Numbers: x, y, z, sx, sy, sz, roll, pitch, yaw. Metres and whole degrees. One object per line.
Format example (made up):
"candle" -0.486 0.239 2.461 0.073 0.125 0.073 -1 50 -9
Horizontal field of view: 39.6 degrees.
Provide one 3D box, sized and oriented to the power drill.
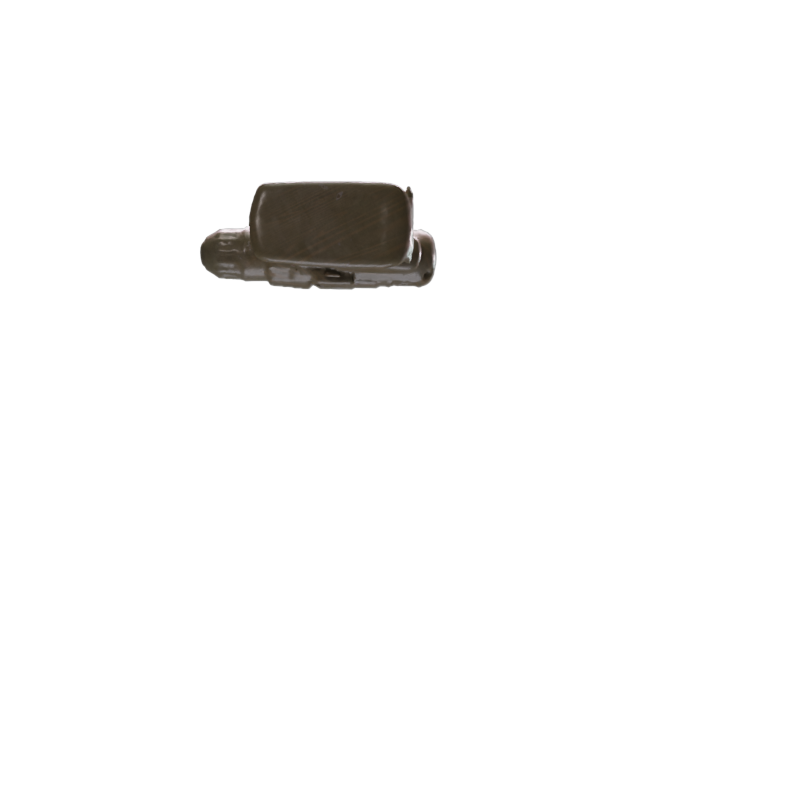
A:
"power drill" -0.063 -0.114 0.799 0.185 0.058 0.186 0 0 1
